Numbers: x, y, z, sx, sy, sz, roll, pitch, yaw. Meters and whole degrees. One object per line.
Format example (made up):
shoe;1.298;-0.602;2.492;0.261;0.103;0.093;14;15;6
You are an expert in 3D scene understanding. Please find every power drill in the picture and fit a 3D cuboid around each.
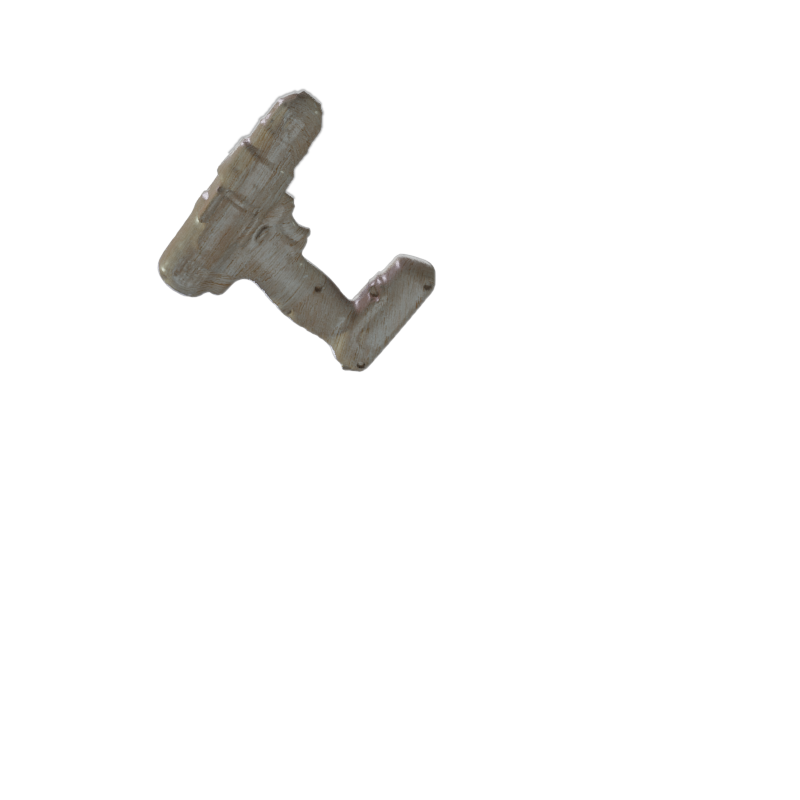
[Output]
power drill;-0.067;-0.122;0.856;0.181;0.181;0.060;35;19;-14
